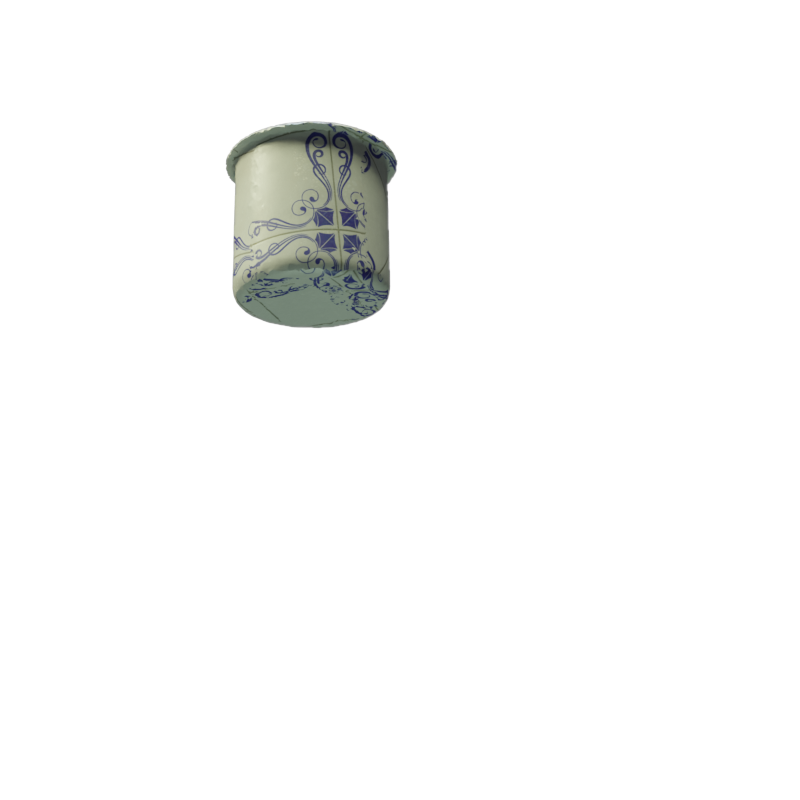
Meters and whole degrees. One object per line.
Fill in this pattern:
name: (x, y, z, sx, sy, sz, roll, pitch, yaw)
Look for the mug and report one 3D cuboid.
mug: (-0.047, -0.085, 0.597, 0.093, 0.086, 0.111, -2, -21, 2)
